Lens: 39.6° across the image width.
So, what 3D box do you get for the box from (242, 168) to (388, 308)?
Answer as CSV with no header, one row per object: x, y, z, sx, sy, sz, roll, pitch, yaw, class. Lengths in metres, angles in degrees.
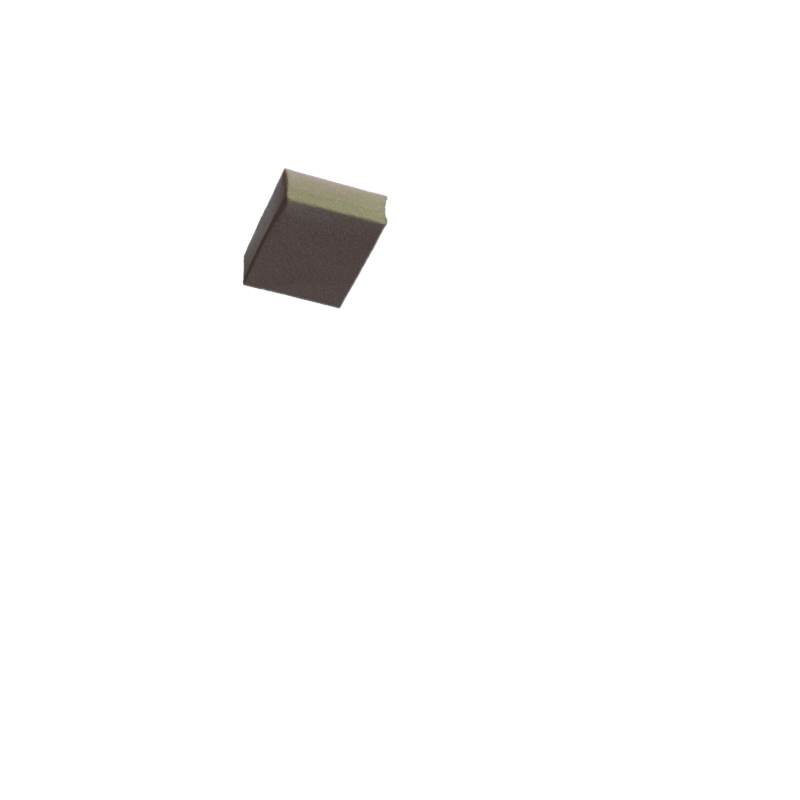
-0.072,-0.131,0.916,0.087,0.042,0.109,14,-40,-18,box
